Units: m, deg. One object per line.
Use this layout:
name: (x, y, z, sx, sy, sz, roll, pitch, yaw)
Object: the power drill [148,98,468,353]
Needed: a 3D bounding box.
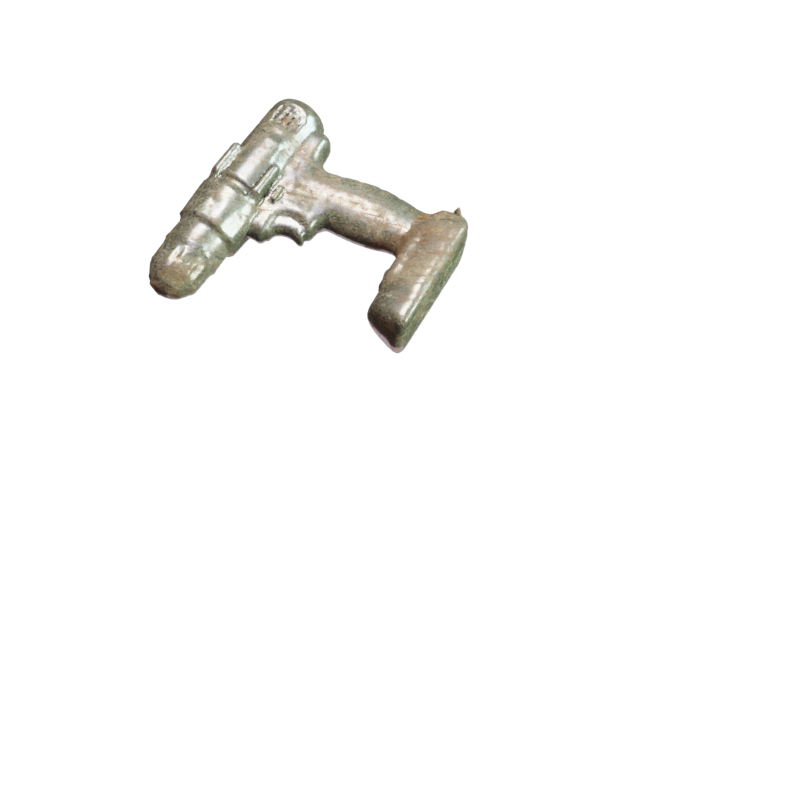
power drill: (-0.062, -0.113, 0.789, 0.194, 0.189, 0.054, 30, -22, 13)
